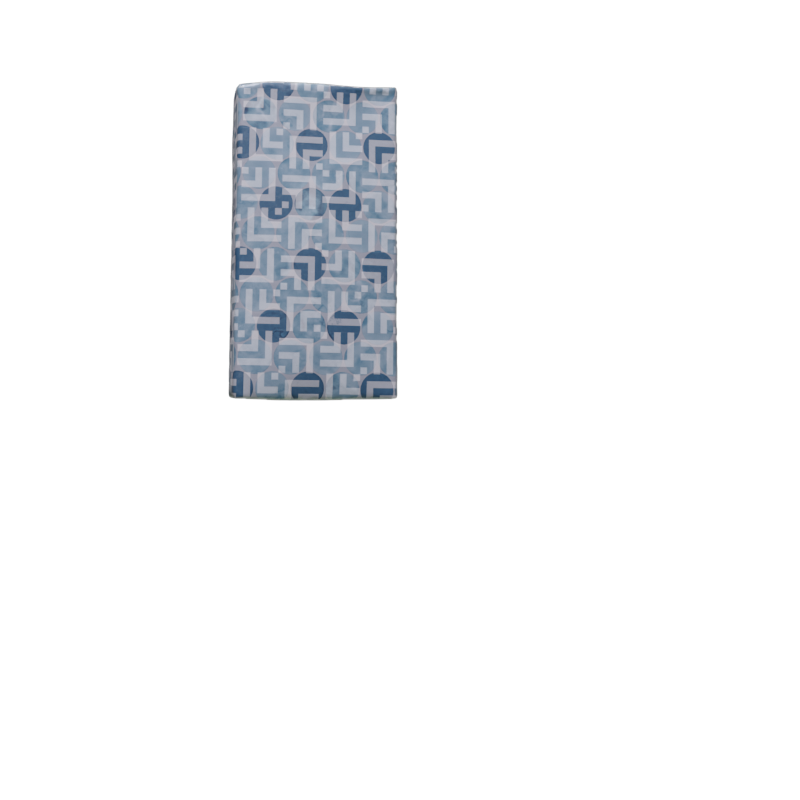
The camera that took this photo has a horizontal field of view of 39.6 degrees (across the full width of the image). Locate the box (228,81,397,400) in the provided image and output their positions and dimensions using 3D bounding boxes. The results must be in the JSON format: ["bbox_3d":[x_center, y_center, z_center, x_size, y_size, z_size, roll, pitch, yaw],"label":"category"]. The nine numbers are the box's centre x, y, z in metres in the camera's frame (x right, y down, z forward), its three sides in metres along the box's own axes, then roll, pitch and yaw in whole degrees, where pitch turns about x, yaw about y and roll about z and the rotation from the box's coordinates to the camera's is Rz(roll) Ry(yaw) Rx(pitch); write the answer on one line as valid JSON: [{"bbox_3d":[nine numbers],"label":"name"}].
[{"bbox_3d":[-0.049,-0.089,0.627,0.092,0.178,0.048,0,-4,-9],"label":"box"}]
